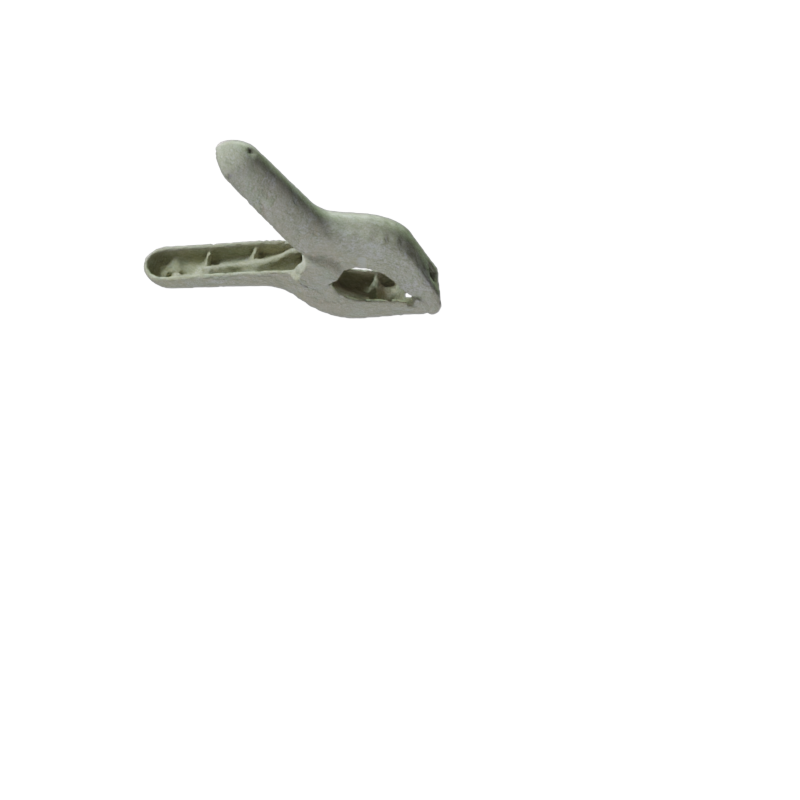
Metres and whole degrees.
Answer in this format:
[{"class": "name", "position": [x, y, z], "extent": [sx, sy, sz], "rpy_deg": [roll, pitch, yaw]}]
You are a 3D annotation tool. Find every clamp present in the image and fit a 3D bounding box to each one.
[{"class": "clamp", "position": [-0.048, -0.088, 0.619], "extent": [0.167, 0.042, 0.116], "rpy_deg": [9, -28, -17]}]
